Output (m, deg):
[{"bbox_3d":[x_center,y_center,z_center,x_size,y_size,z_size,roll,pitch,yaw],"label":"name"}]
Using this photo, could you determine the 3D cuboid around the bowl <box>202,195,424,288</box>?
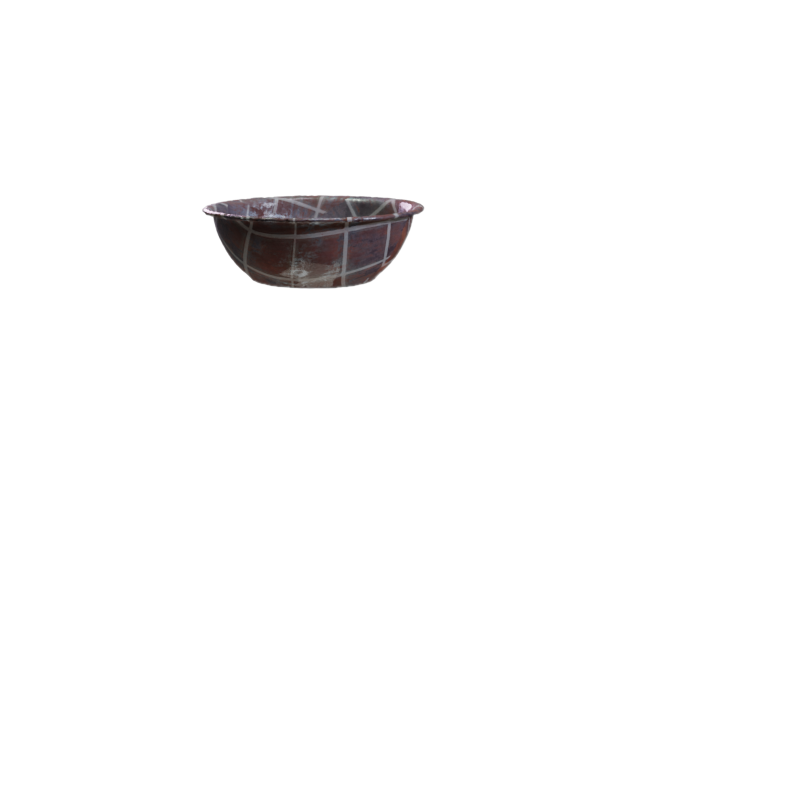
[{"bbox_3d":[-0.064,-0.116,0.814,0.162,0.054,0.167,0,15,-2],"label":"bowl"}]
